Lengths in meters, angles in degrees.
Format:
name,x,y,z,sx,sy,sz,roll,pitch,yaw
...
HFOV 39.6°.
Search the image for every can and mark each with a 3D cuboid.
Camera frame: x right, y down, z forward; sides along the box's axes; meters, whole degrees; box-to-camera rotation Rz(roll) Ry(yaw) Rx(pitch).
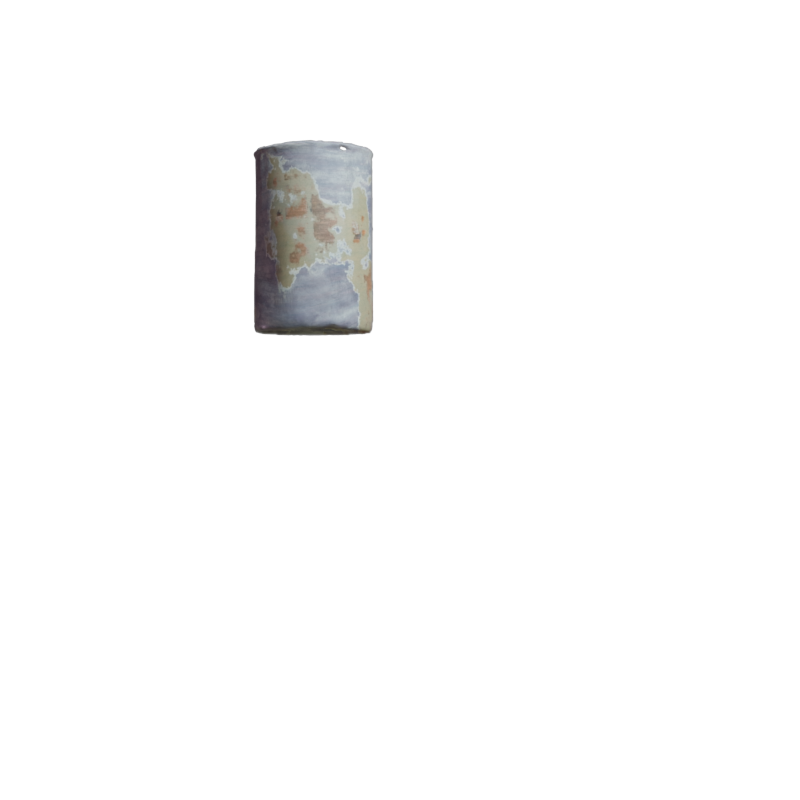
name,x,y,z,sx,sy,sz,roll,pitch,yaw
can,-0.049,-0.089,0.622,0.068,0.104,0.068,0,-5,-2
